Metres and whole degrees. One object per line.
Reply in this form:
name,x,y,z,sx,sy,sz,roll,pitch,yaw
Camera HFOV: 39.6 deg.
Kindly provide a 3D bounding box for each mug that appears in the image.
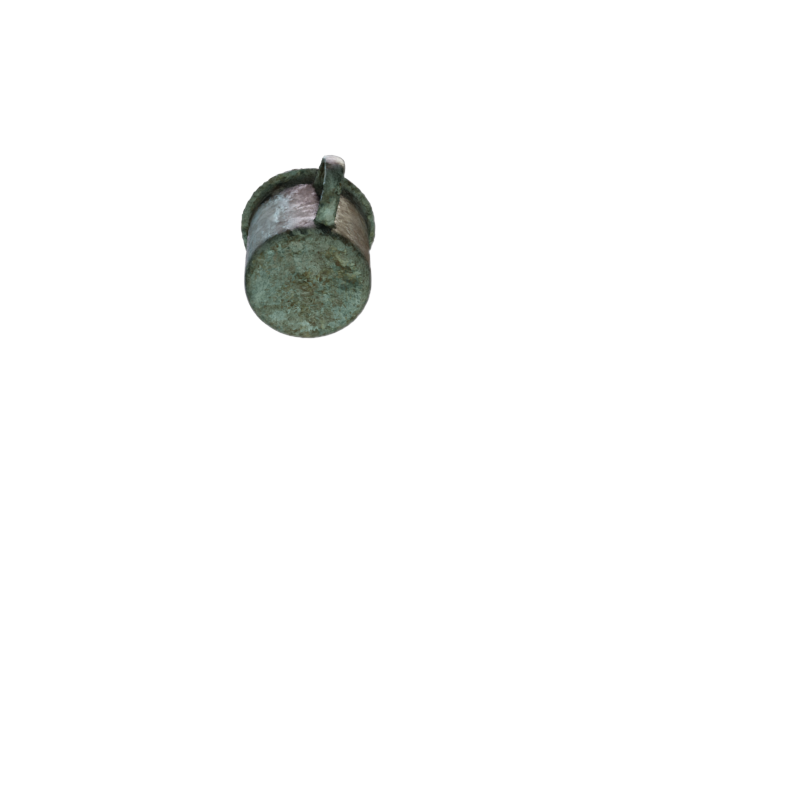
mug,-0.057,-0.104,0.726,0.091,0.112,0.087,15,31,-12
